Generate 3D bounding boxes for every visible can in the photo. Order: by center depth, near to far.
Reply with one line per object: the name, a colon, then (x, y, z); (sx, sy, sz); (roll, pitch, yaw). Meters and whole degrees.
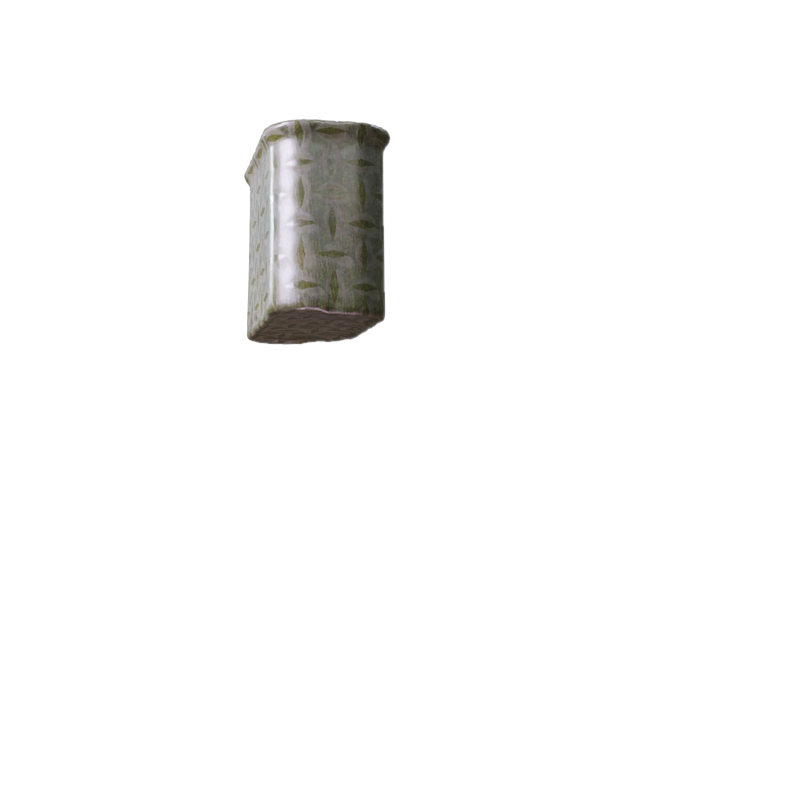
can: (-0.040, -0.073, 0.514); (0.056, 0.086, 0.101); (2, -9, -14)
